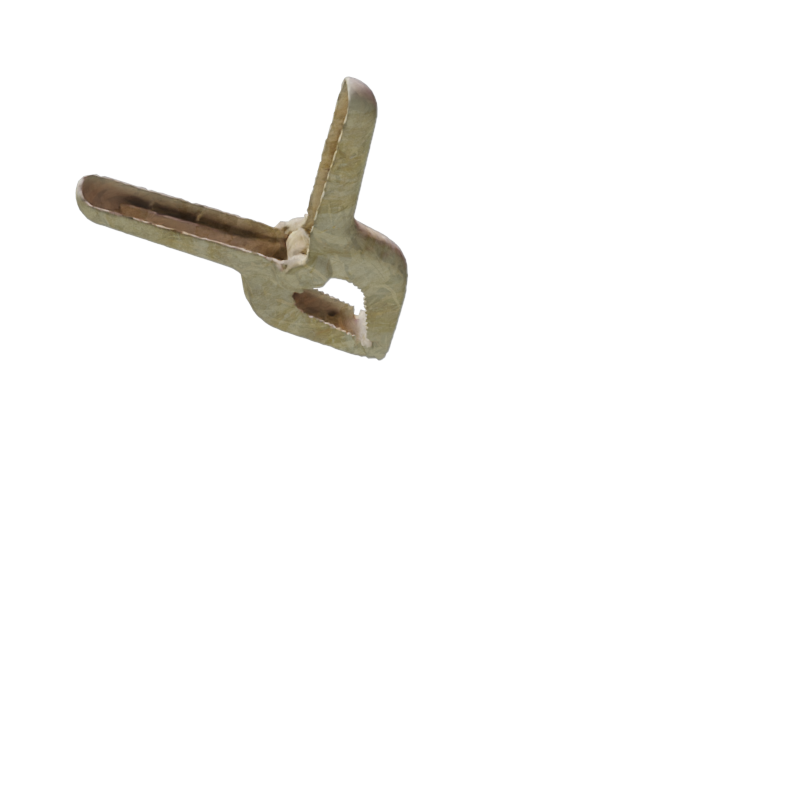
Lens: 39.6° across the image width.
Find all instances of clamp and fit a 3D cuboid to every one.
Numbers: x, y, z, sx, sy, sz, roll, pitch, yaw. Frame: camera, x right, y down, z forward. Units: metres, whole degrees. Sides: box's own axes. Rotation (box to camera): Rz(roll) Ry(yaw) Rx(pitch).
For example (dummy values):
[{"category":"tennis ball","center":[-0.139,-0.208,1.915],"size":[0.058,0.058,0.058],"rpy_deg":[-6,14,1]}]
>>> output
[{"category":"clamp","center":[-0.047,-0.086,0.600],"size":[0.166,0.039,0.194],"rpy_deg":[-19,-37,26]}]
